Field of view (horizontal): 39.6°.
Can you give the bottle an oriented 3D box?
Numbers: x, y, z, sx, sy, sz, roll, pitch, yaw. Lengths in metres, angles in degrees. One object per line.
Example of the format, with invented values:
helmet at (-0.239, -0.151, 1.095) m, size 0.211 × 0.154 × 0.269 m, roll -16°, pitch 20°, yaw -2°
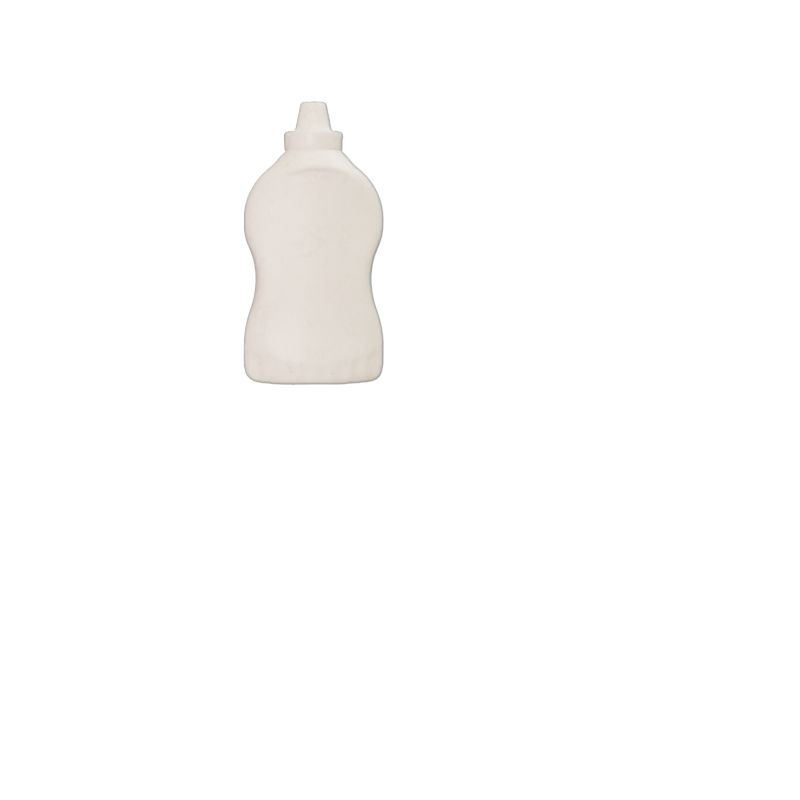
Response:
bottle at (-0.060, -0.109, 0.765) m, size 0.096 × 0.191 × 0.059 m, roll 0°, pitch 3°, yaw -3°
